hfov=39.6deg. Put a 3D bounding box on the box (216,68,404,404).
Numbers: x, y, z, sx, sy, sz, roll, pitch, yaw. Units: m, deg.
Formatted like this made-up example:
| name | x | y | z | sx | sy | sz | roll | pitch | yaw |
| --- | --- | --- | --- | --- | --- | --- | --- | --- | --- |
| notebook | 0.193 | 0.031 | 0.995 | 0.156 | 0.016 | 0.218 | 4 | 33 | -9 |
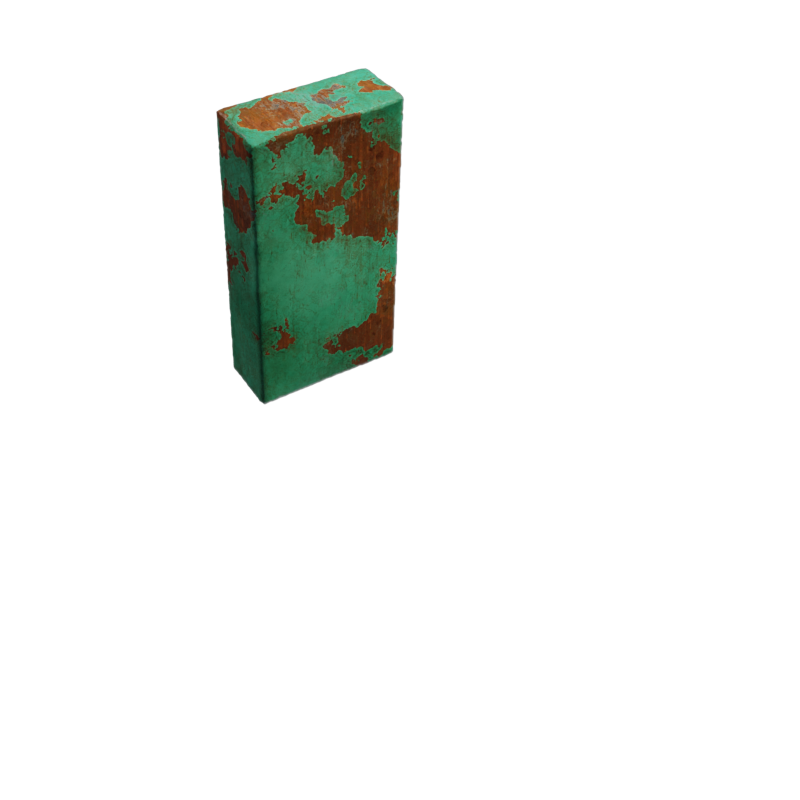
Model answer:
| name | x | y | z | sx | sy | sz | roll | pitch | yaw |
| --- | --- | --- | --- | --- | --- | --- | --- | --- | --- |
| box | -0.048 | -0.087 | 0.614 | 0.092 | 0.164 | 0.052 | -22 | 48 | -25 |
